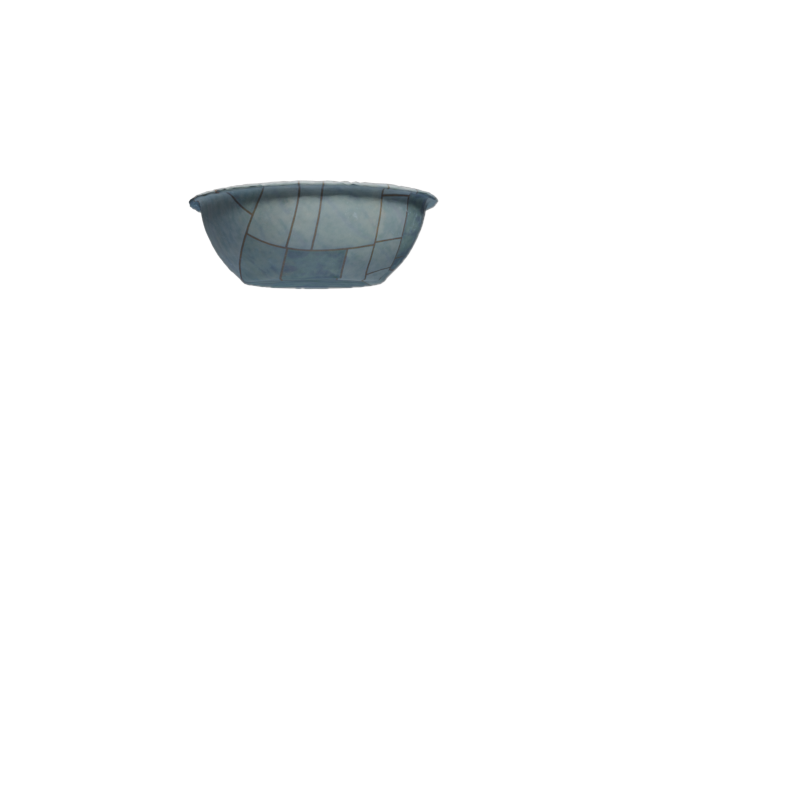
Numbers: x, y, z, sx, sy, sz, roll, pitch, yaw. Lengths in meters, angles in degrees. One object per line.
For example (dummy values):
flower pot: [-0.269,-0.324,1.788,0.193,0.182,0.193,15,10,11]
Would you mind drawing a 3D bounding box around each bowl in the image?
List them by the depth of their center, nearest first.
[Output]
bowl: [-0.056,-0.103,0.720,0.162,0.055,0.161,0,0,-2]
